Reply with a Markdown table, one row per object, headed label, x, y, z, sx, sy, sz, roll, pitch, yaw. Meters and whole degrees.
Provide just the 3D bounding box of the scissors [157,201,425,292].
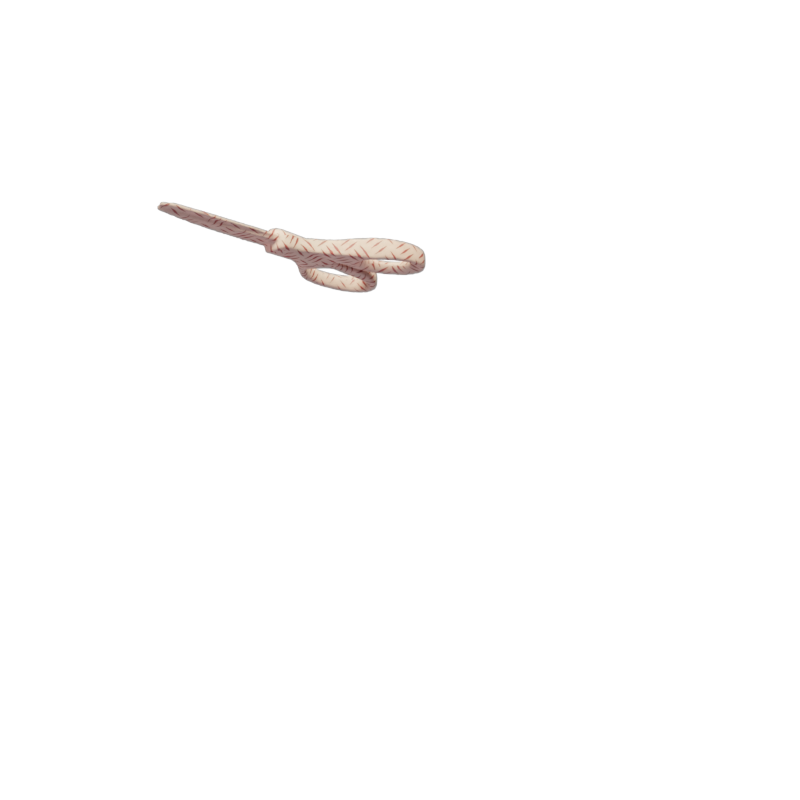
| label | x | y | z | sx | sy | sz | roll | pitch | yaw |
| --- | --- | --- | --- | --- | --- | --- | --- | --- | --- |
| scissors | -0.055 | -0.100 | 0.698 | 0.098 | 0.016 | 0.190 | -5 | -12 | 26 |
